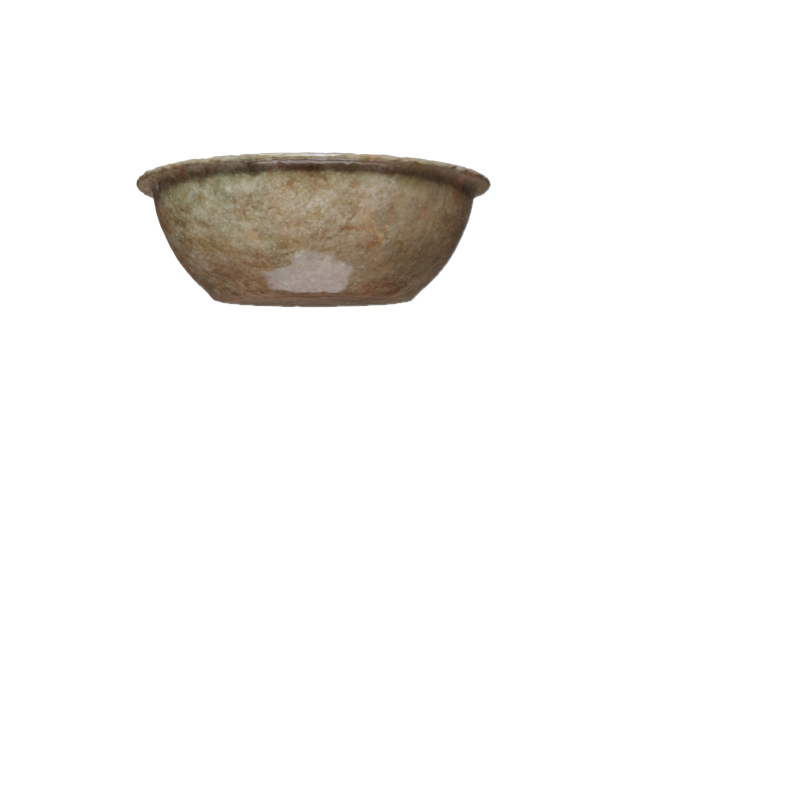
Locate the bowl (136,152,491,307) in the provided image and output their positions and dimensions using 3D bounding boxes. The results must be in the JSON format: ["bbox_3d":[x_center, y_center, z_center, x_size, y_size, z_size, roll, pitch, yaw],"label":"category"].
[{"bbox_3d":[-0.040,-0.073,0.508,0.162,0.055,0.161,0,0,-2],"label":"bowl"}]
